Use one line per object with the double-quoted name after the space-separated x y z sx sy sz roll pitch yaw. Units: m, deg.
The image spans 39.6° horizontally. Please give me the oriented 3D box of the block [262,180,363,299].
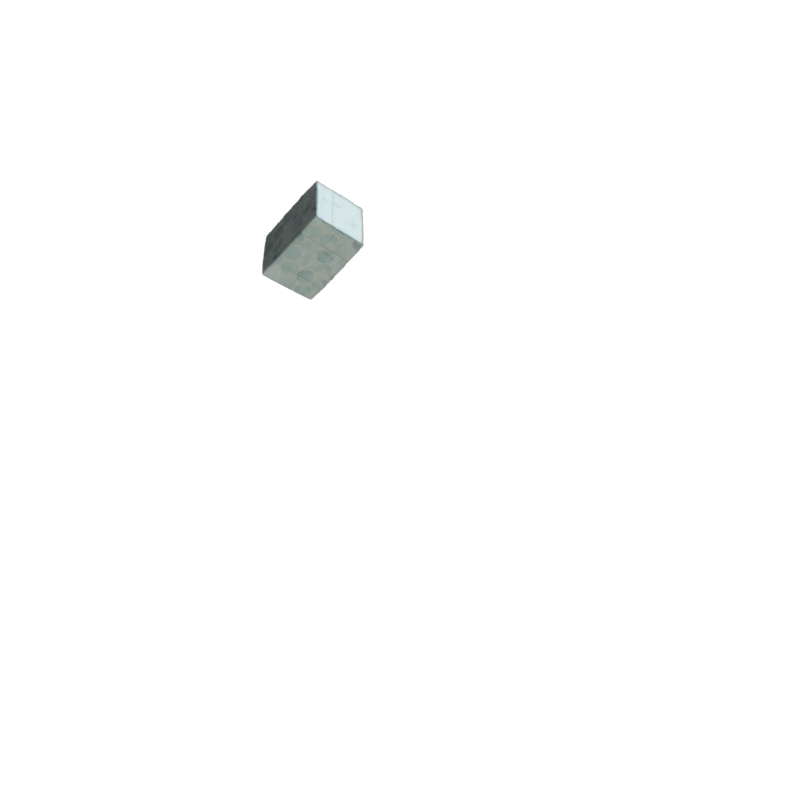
-0.074 -0.135 0.944 0.050 0.055 0.076 30 -56 -26 "block"
